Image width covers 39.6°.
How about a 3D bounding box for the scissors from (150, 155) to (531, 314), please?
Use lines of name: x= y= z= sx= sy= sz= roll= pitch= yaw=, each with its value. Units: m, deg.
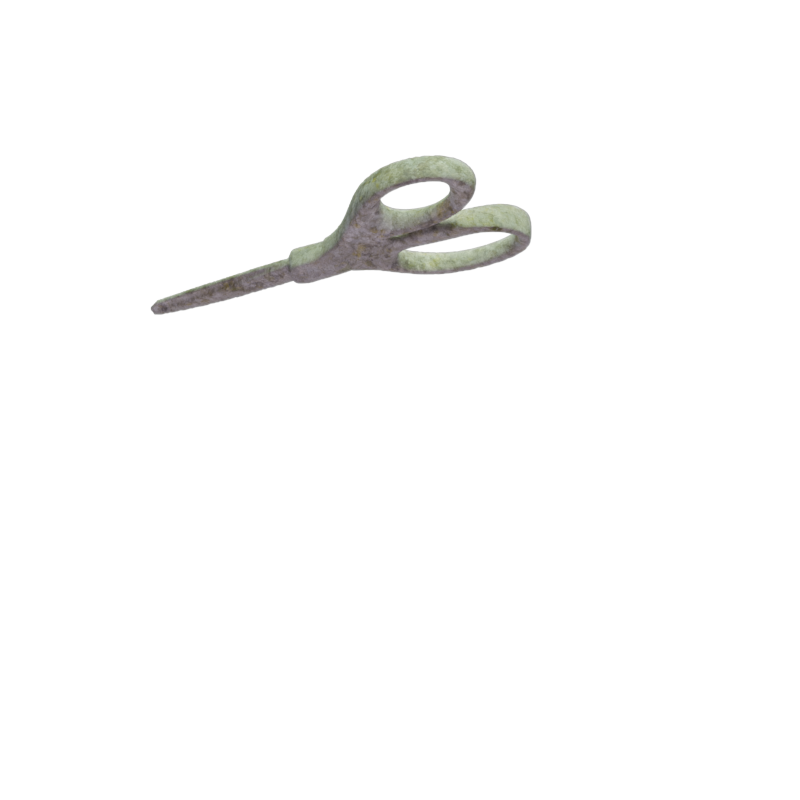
scissors: x=-0.041 y=-0.075 z=0.525 sx=0.204 sy=0.017 sz=0.089 roll=-6 pitch=-26 yaw=13
